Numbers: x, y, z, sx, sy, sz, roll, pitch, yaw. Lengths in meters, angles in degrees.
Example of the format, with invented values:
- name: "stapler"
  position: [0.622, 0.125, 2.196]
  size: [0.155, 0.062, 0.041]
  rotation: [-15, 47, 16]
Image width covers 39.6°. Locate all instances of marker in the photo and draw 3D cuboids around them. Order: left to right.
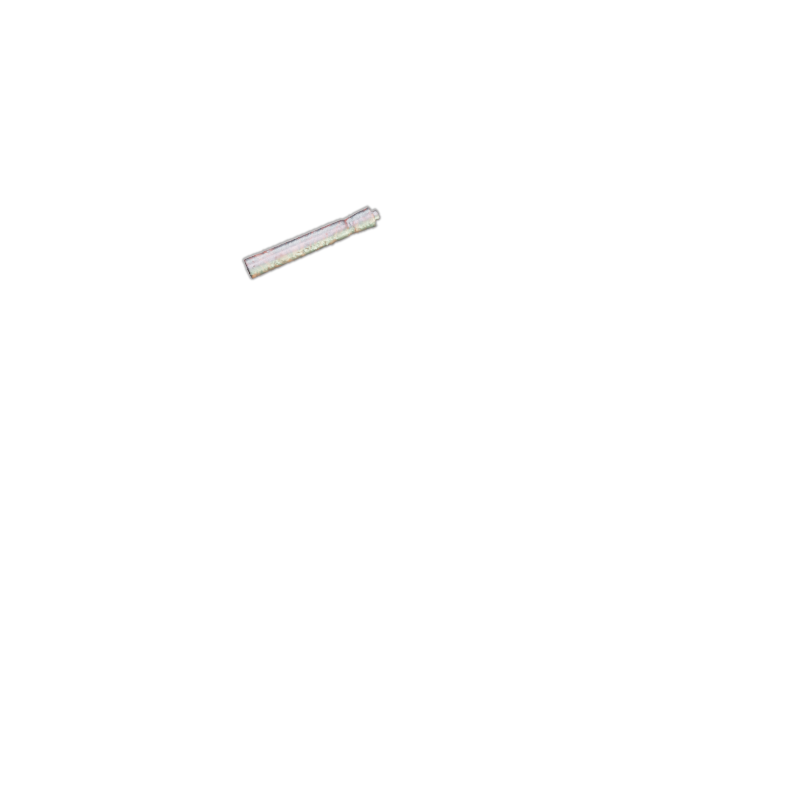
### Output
- name: "marker"
  position: [-0.073, -0.133, 0.934]
  size: [0.121, 0.019, 0.020]
  rotation: [-24, 8, -7]
